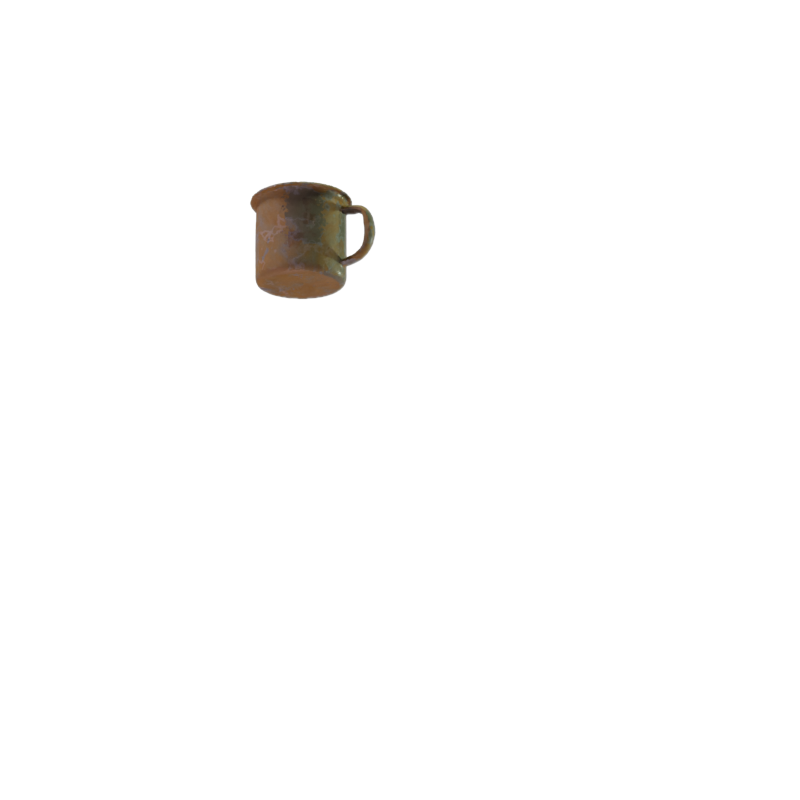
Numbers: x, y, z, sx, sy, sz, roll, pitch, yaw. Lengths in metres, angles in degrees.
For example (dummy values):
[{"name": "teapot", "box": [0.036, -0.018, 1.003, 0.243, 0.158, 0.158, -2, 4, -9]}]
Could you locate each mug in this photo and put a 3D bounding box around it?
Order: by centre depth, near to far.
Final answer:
[{"name": "mug", "box": [-0.078, -0.142, 0.993, 0.119, 0.085, 0.087, -6, -18, 19]}]
